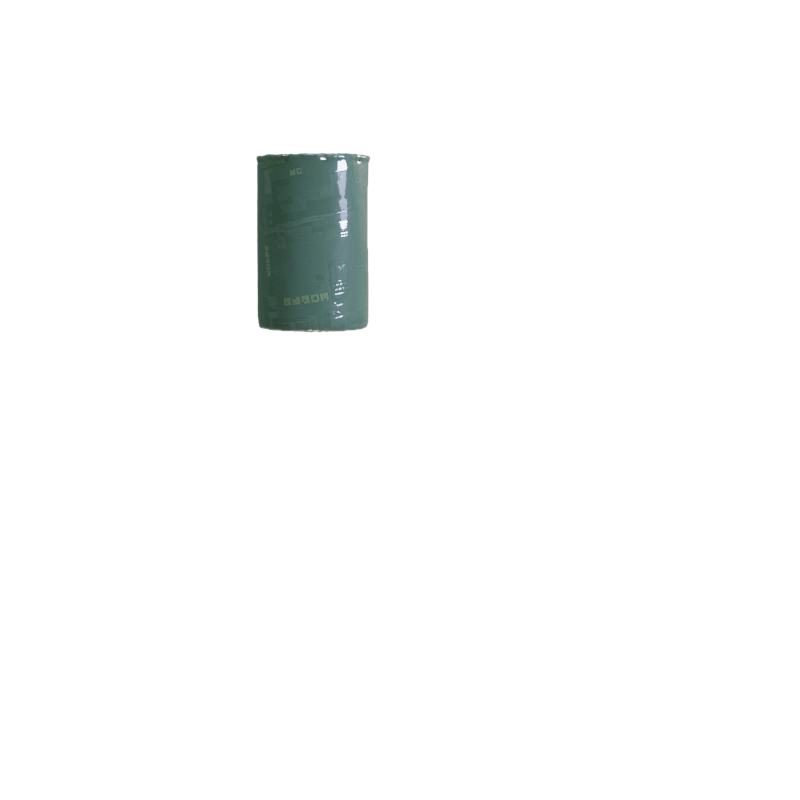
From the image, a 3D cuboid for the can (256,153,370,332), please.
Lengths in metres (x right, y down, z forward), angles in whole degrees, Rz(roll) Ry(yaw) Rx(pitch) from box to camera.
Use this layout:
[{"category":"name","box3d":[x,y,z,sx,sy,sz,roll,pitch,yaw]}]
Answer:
[{"category":"can","box3d":[-0.052,-0.095,0.663,0.068,0.102,0.069,0,4,-2]}]
